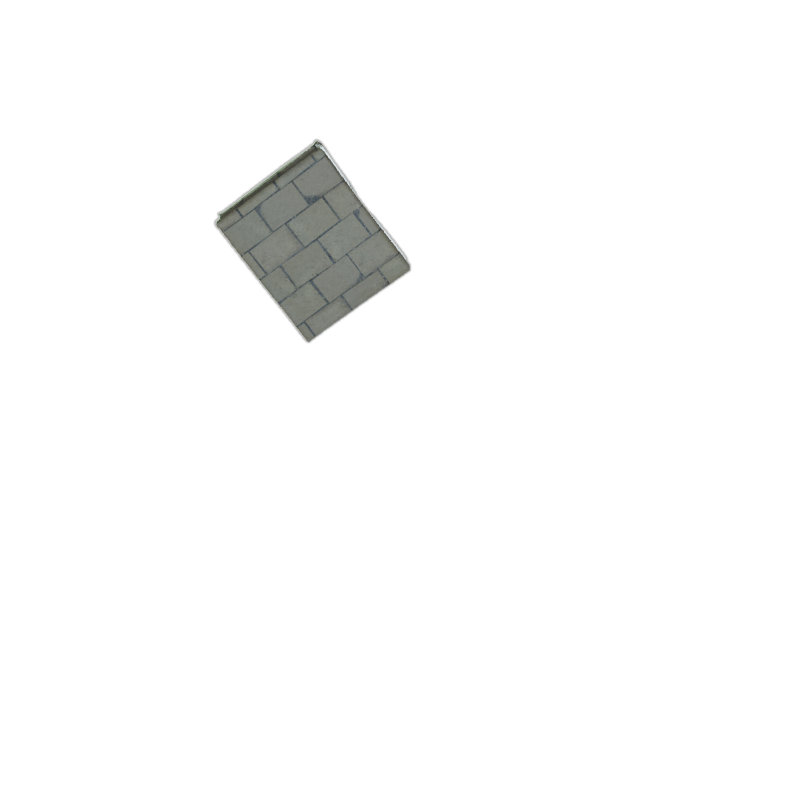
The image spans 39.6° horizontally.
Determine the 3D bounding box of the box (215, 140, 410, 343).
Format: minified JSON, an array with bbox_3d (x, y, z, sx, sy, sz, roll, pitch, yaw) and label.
[{"bbox_3d":[-0.049,-0.090,0.627,0.073,0.087,0.031,-36,11,7],"label":"box"}]
